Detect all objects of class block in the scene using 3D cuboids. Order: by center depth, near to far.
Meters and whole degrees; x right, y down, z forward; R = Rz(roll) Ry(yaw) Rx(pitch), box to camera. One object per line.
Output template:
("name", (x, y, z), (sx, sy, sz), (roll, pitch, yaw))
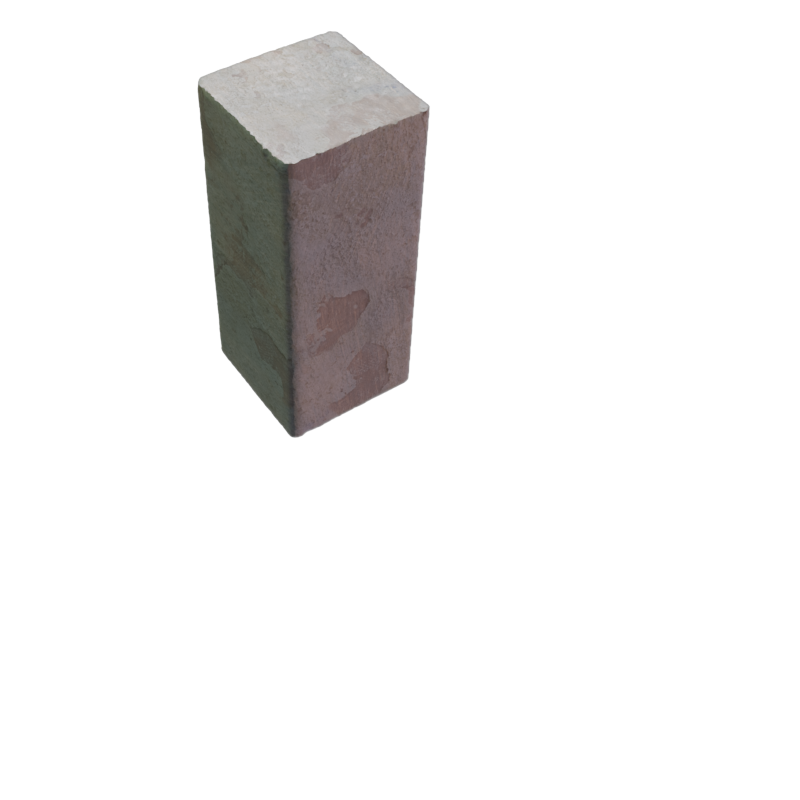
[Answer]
("block", (-0.050, -0.090, 0.630), (0.090, 0.192, 0.098), (-25, 53, -25))
